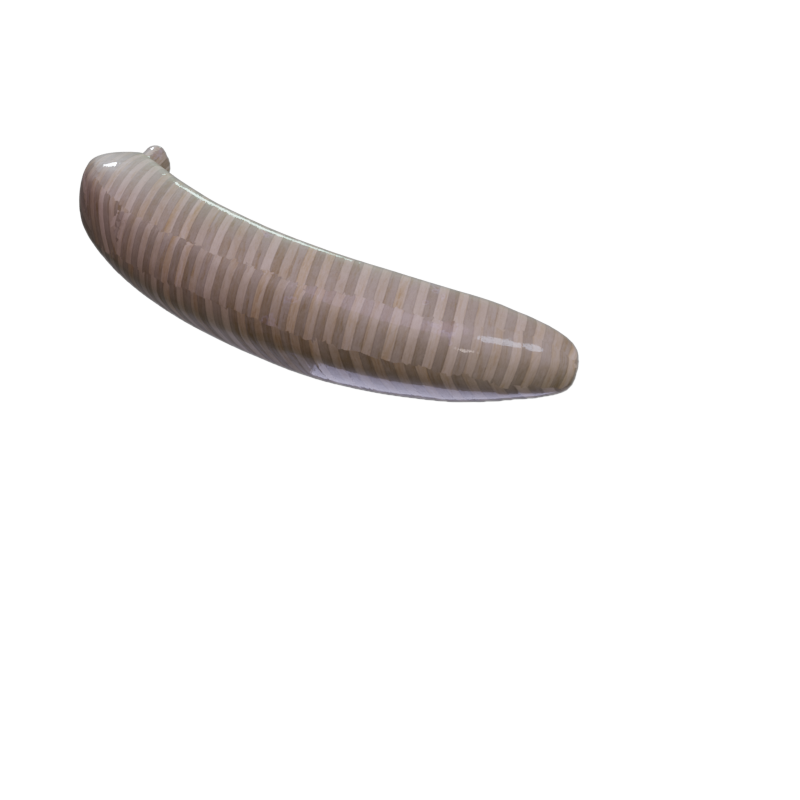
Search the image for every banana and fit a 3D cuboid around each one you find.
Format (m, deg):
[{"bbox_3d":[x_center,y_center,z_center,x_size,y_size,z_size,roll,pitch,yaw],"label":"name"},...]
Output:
[{"bbox_3d":[-0.043,-0.044,0.346,0.211,0.034,0.070,31,47,34],"label":"banana"}]
